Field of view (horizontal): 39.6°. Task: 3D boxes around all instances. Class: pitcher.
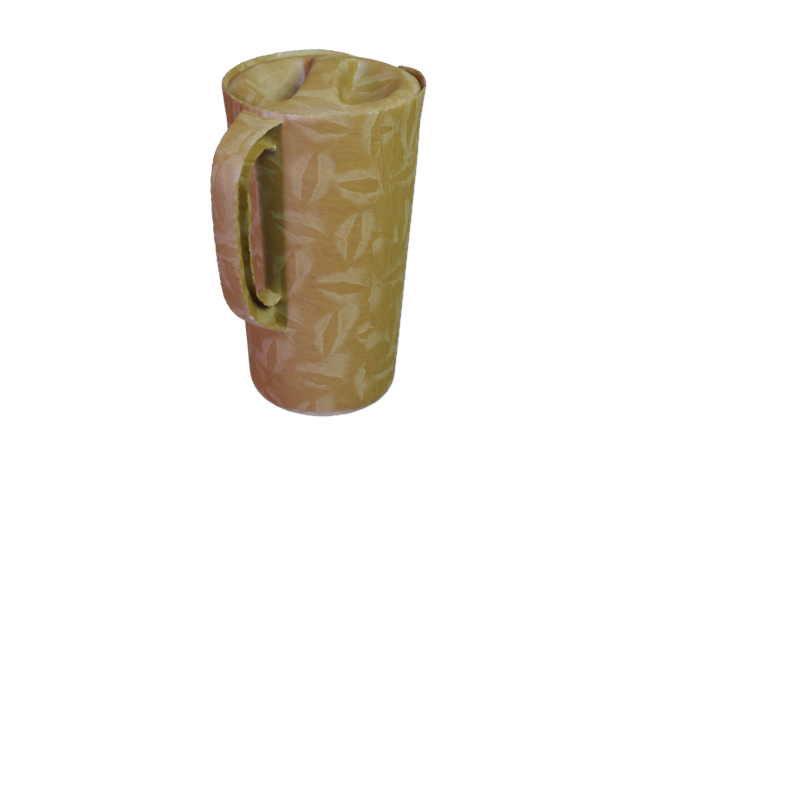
[{"bbox_3d":[-0.060,-0.109,0.766,0.147,0.229,0.156,-5,30,-12],"label":"pitcher"}]
